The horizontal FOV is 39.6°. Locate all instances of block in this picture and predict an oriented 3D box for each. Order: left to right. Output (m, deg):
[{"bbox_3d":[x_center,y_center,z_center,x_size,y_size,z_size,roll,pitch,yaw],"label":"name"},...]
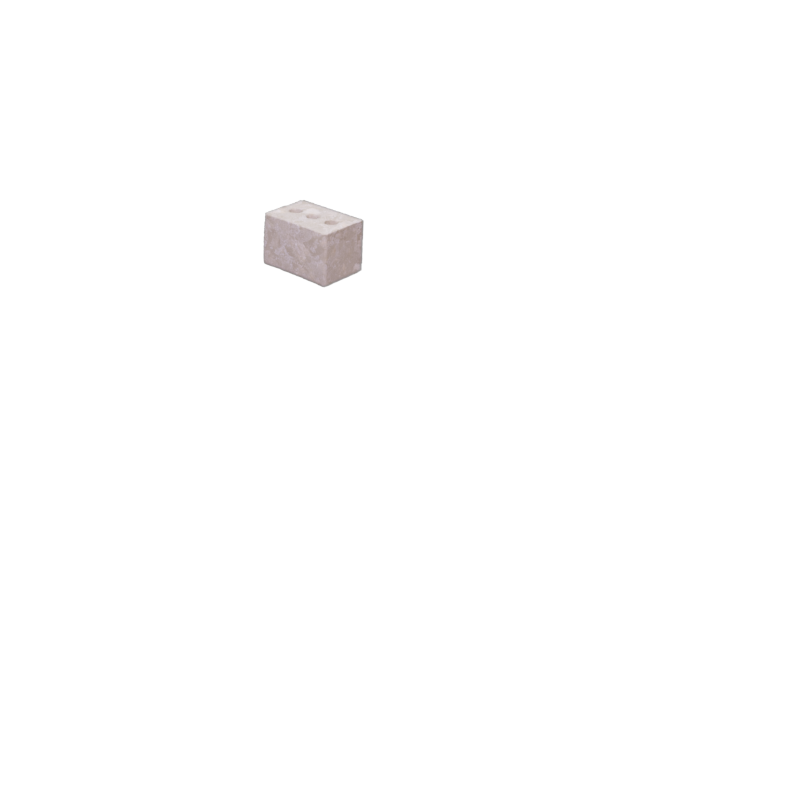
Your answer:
[{"bbox_3d":[-0.078,-0.142,0.998,0.083,0.049,0.052,23,34,36],"label":"block"}]
